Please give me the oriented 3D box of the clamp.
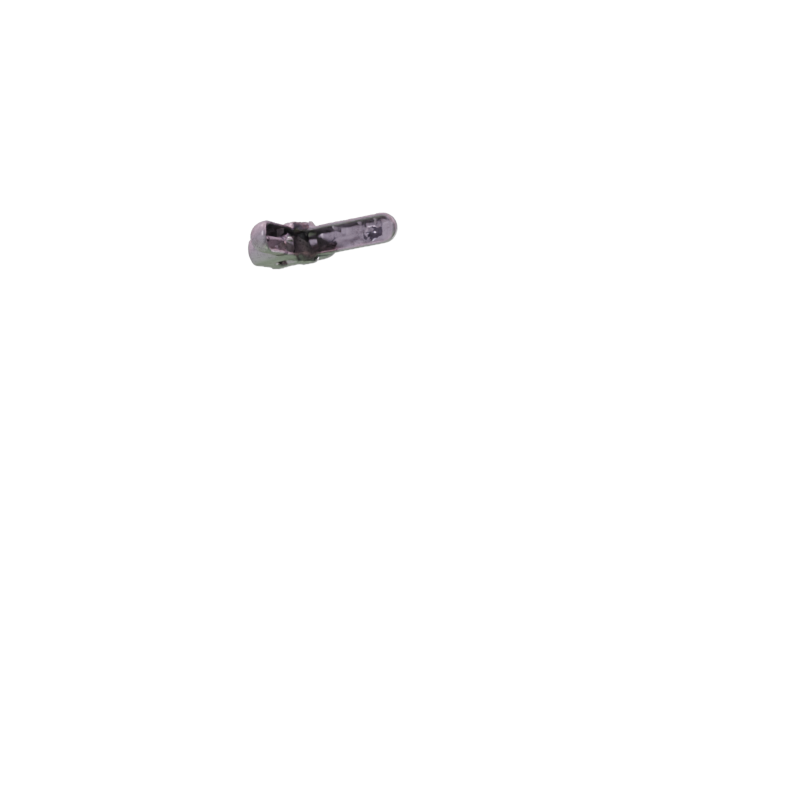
[{"bbox_3d":[-0.074,-0.135,0.946,0.118,0.039,0.174,-1,3,-11],"label":"clamp"}]
